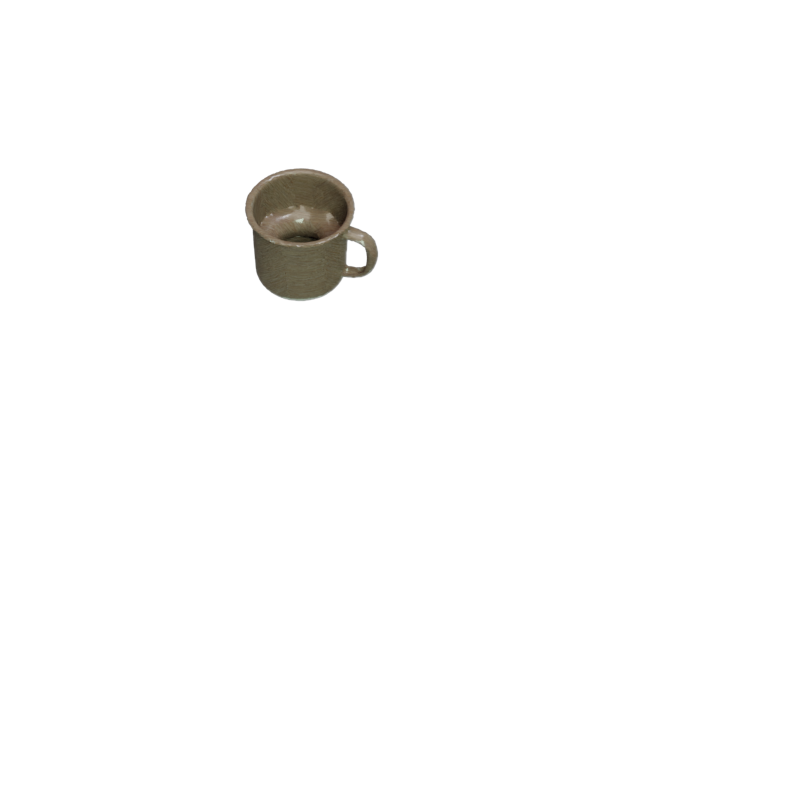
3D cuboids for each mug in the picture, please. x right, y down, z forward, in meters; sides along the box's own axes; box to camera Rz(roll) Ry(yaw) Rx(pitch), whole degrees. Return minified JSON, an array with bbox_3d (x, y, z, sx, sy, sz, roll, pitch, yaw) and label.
[{"bbox_3d":[-0.075,-0.137,0.961,0.120,0.098,0.076,15,-38,11],"label":"mug"}]
